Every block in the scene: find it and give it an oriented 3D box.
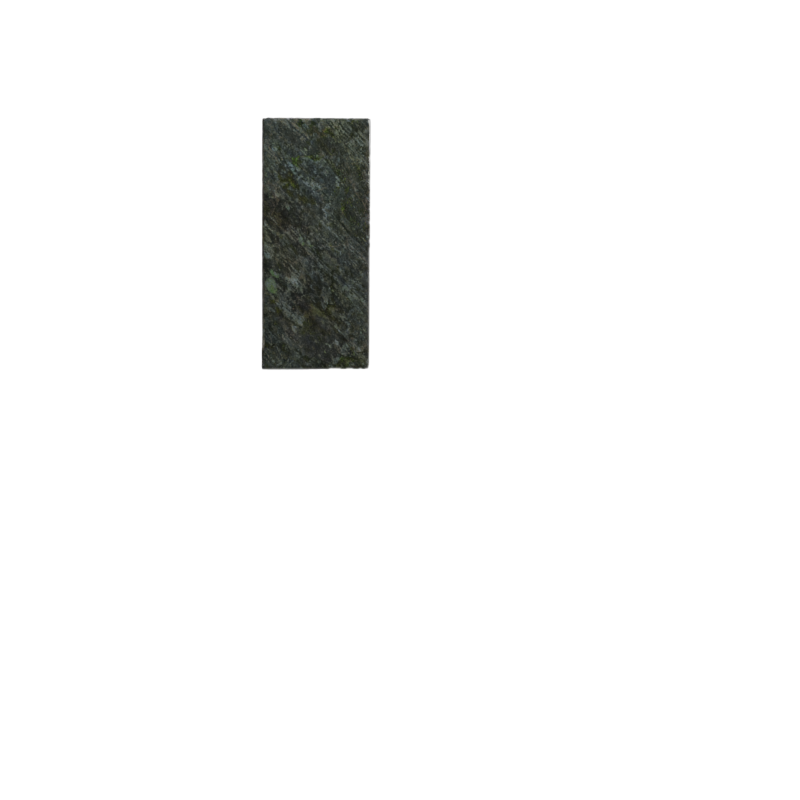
[{"bbox_3d":[-0.073,-0.135,0.946,0.090,0.205,0.092,0,4,-5],"label":"block"}]
